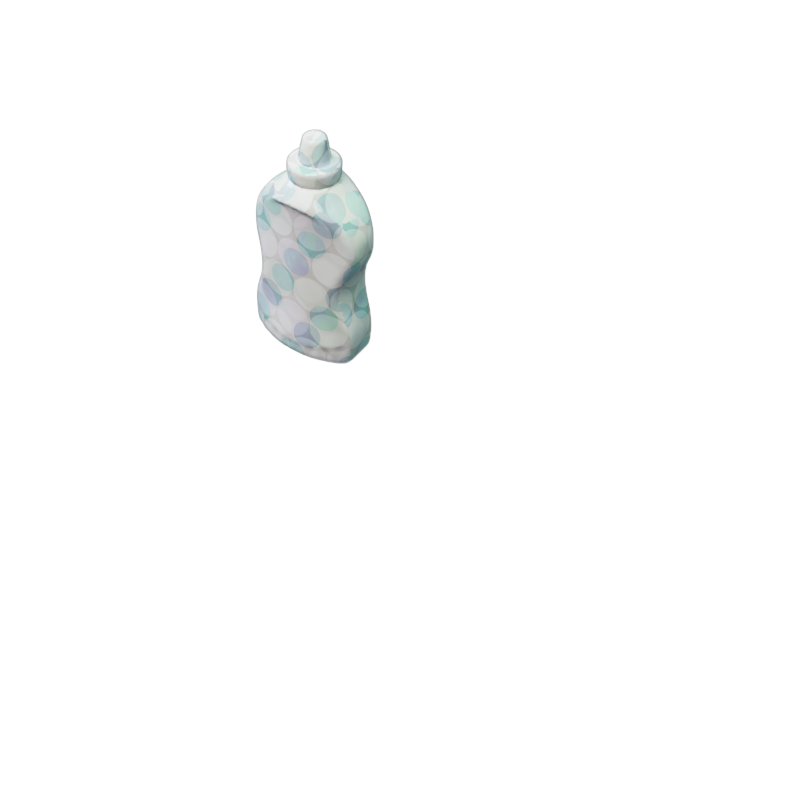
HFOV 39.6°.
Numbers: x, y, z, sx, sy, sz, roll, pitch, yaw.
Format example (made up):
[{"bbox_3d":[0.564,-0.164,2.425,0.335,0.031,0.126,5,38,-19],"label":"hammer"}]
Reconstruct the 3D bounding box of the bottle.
[{"bbox_3d":[-0.066,-0.121,0.846,0.102,0.179,0.059,29,48,26],"label":"bottle"}]
